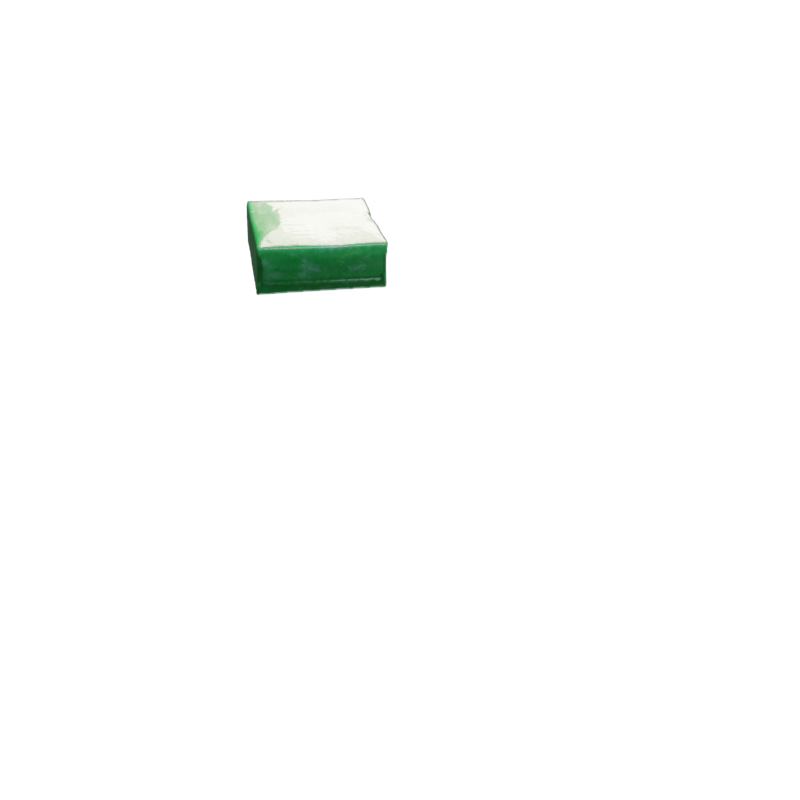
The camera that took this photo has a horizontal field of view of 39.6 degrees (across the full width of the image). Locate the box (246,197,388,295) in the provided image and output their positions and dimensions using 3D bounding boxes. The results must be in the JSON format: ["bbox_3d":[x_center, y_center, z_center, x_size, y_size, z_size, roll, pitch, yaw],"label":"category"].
[{"bbox_3d":[-0.050,-0.092,0.643,0.072,0.029,0.095,-4,26,-8],"label":"box"}]
